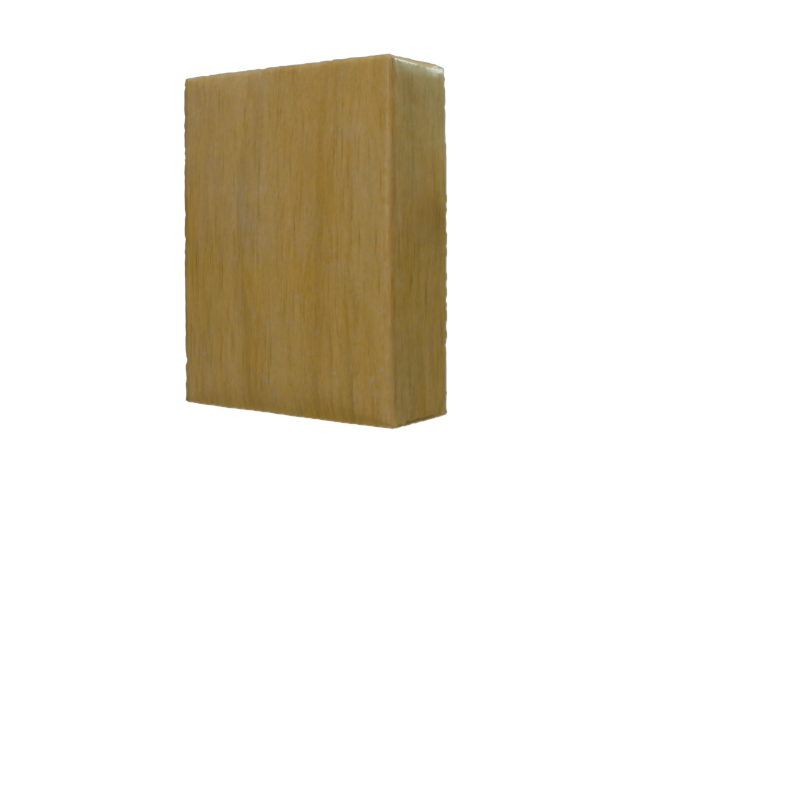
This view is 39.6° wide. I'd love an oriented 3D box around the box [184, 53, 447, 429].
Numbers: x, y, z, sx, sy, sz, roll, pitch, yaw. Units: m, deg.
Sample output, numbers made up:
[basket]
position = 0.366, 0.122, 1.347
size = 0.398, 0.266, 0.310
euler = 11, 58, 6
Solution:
[box]
position = -0.055, -0.099, 0.696
size = 0.171, 0.213, 0.069
euler = 3, 2, 36
